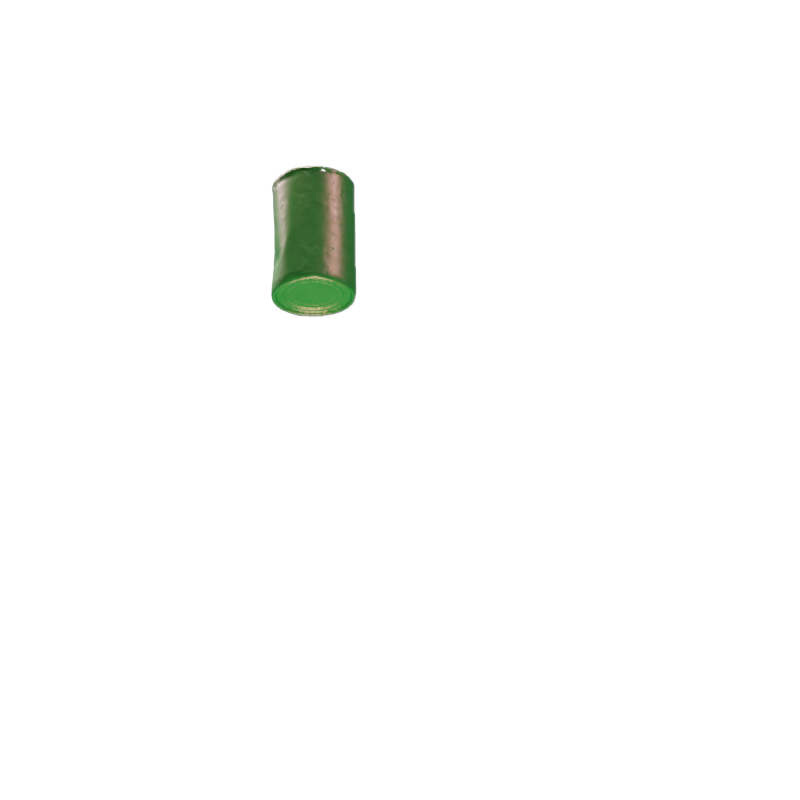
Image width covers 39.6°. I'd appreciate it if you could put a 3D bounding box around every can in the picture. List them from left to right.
[{"bbox_3d":[-0.069,-0.126,0.883,0.068,0.109,0.065,0,-27,-2],"label":"can"}]
